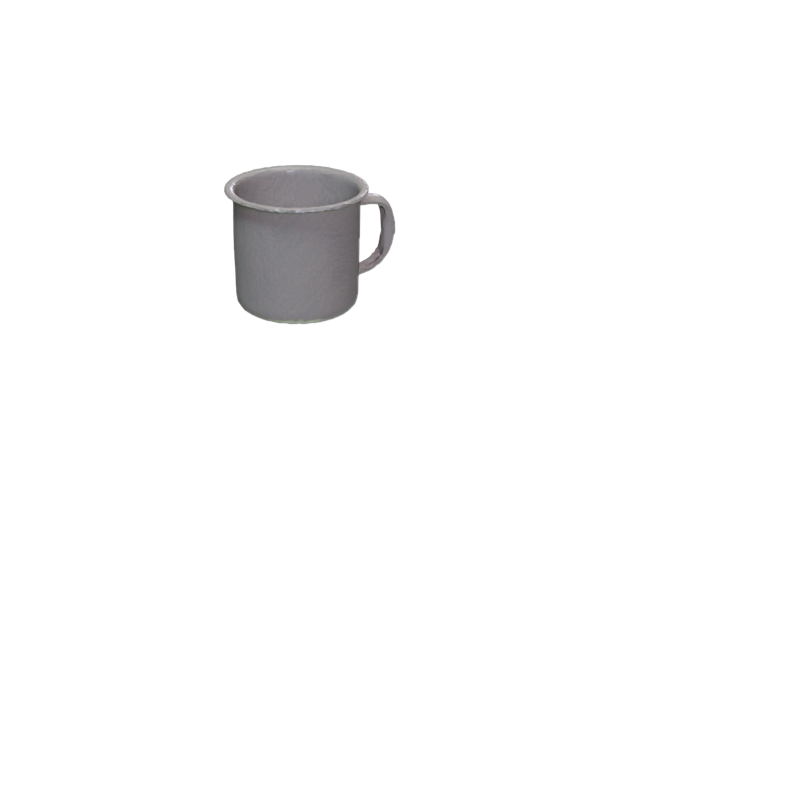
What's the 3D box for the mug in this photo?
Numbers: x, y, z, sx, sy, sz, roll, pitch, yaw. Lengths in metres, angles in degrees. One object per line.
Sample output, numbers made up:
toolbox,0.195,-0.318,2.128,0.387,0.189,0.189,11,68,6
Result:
mug,-0.057,-0.104,0.729,0.115,0.077,0.100,-13,29,-26
